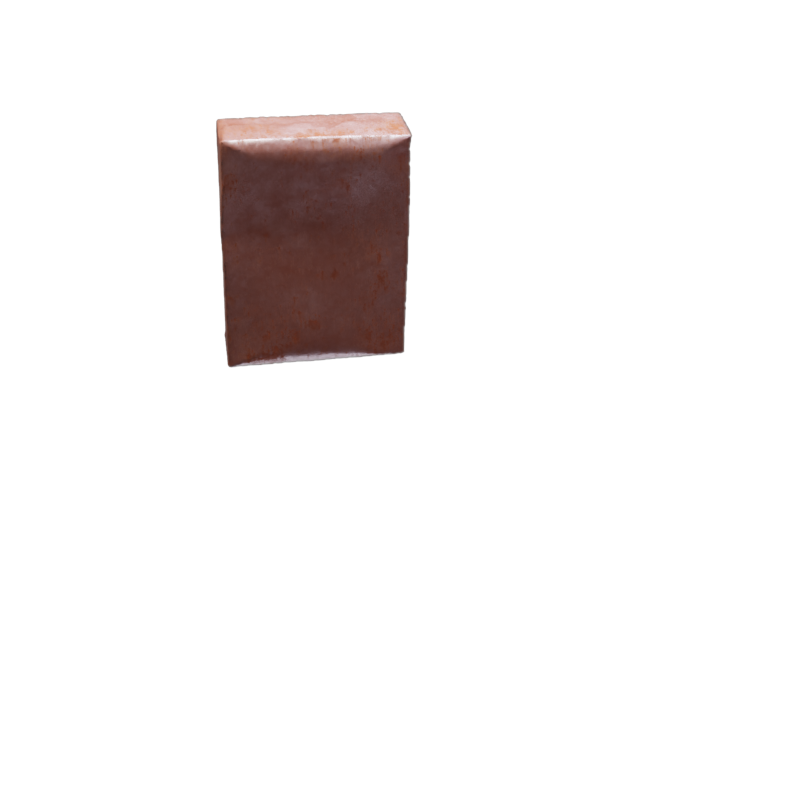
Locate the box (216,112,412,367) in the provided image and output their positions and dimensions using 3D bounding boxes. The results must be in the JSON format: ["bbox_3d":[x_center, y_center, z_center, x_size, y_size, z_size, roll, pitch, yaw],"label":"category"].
[{"bbox_3d":[-0.076,-0.140,0.977,0.163,0.202,0.076,-3,26,-8],"label":"box"}]
